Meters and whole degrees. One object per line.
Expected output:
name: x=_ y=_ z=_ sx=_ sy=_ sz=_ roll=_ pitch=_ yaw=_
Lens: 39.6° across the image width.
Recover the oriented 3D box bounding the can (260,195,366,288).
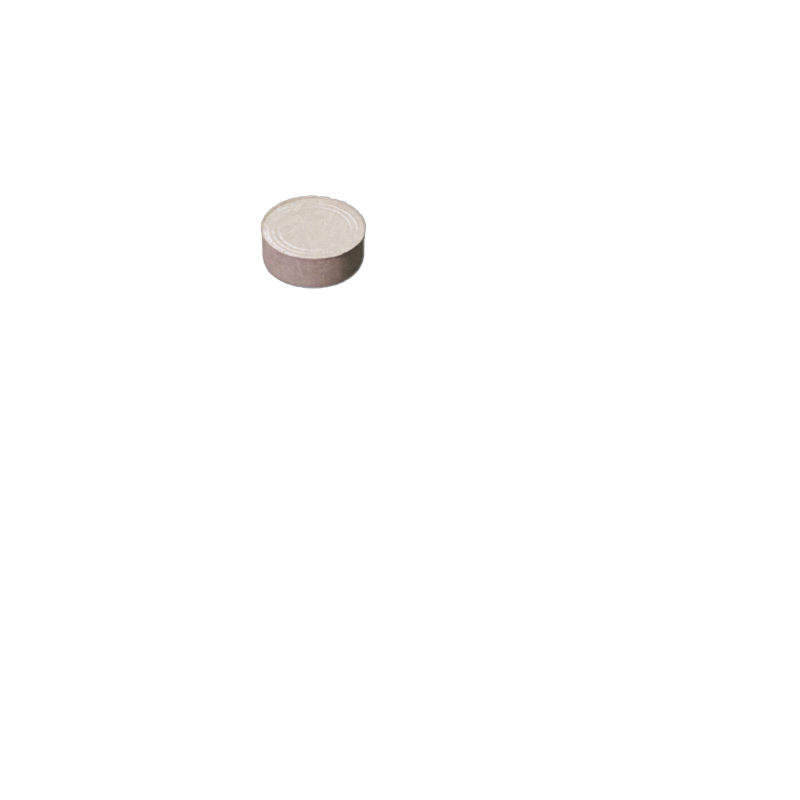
can: x=-0.071 y=-0.130 z=0.908 sx=0.086 sy=0.031 sz=0.092 roll=-1 pitch=42 yaw=-2
